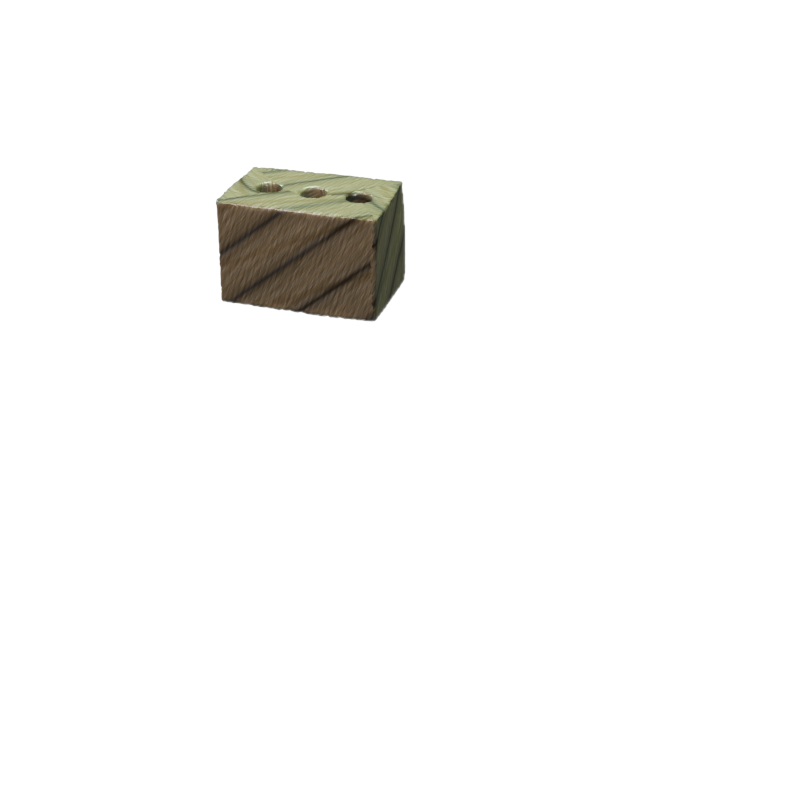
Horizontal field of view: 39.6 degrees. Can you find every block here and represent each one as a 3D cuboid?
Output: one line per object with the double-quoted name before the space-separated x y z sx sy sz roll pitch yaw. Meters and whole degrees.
"block" -0.041 -0.074 0.520 0.080 0.049 0.054 8 27 14
